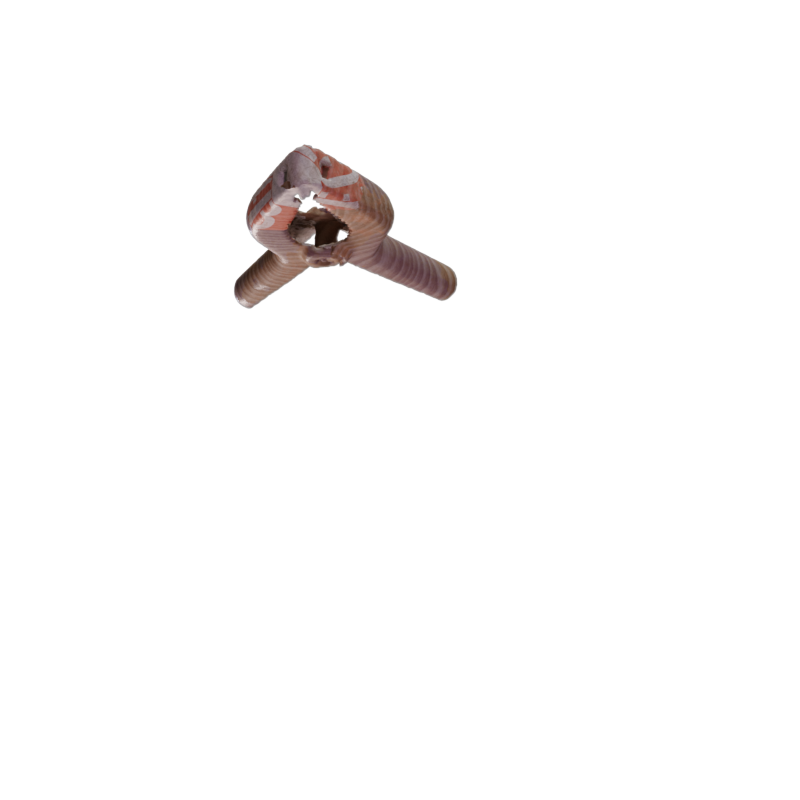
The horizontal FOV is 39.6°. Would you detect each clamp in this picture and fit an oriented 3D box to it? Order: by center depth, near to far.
[{"bbox_3d":[-0.058,-0.106,0.745,0.167,0.038,0.197,-4,-18,13],"label":"clamp"}]
